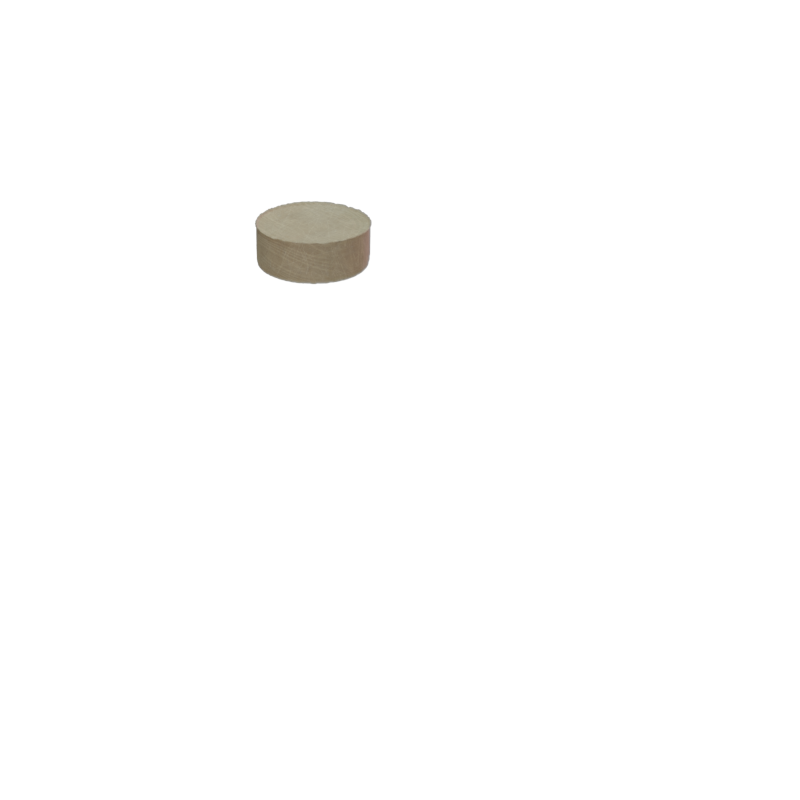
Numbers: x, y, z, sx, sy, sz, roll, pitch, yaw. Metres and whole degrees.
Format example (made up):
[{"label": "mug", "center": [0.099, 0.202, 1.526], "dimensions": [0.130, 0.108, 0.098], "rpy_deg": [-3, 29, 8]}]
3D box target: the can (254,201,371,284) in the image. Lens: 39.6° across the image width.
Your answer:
[{"label": "can", "center": [-0.064, -0.117, 0.822], "dimensions": [0.086, 0.032, 0.091], "rpy_deg": [-1, 28, -2]}]
